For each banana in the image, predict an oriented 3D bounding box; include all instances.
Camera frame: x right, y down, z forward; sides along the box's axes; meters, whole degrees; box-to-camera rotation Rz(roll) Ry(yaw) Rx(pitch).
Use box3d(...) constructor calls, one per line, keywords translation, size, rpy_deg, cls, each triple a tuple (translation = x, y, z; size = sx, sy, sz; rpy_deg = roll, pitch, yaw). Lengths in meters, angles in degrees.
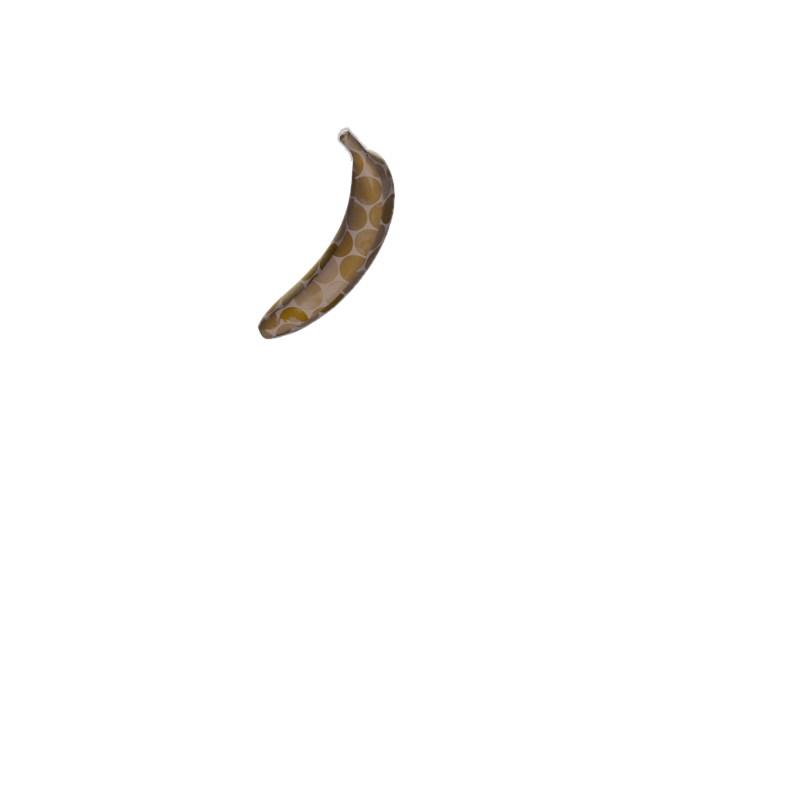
box3d(translation=(-0.052, -0.125, 0.898), size=(0.068, 0.191, 0.039), rpy_deg=(20, 25, -11), cls="banana")
